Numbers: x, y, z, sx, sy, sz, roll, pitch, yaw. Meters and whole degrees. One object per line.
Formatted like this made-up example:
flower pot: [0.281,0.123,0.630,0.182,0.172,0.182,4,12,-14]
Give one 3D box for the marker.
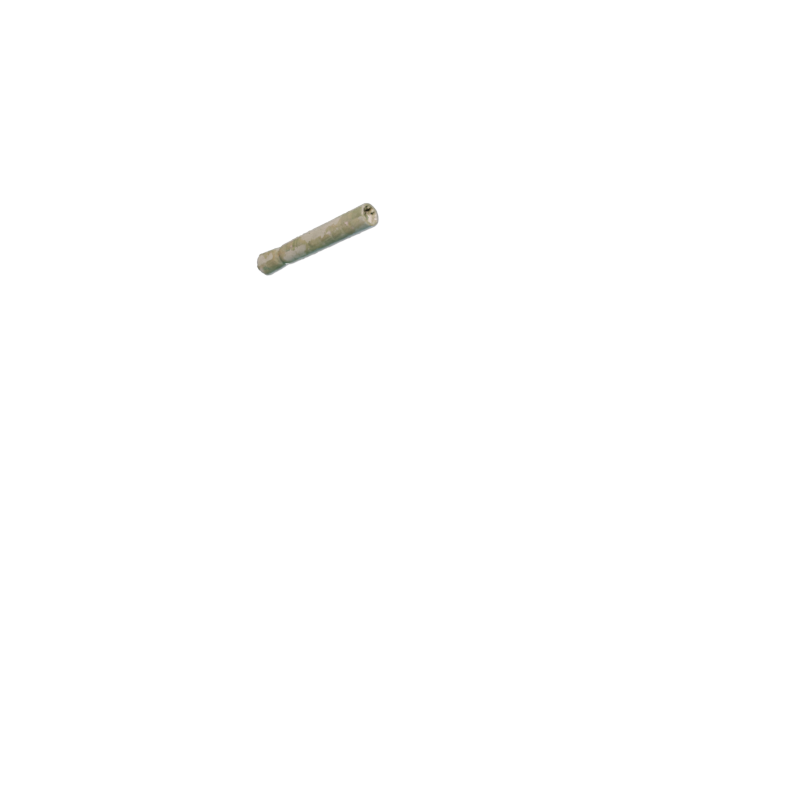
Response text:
marker: [-0.066,-0.121,0.849,0.122,0.020,0.019,-18,-9,40]
